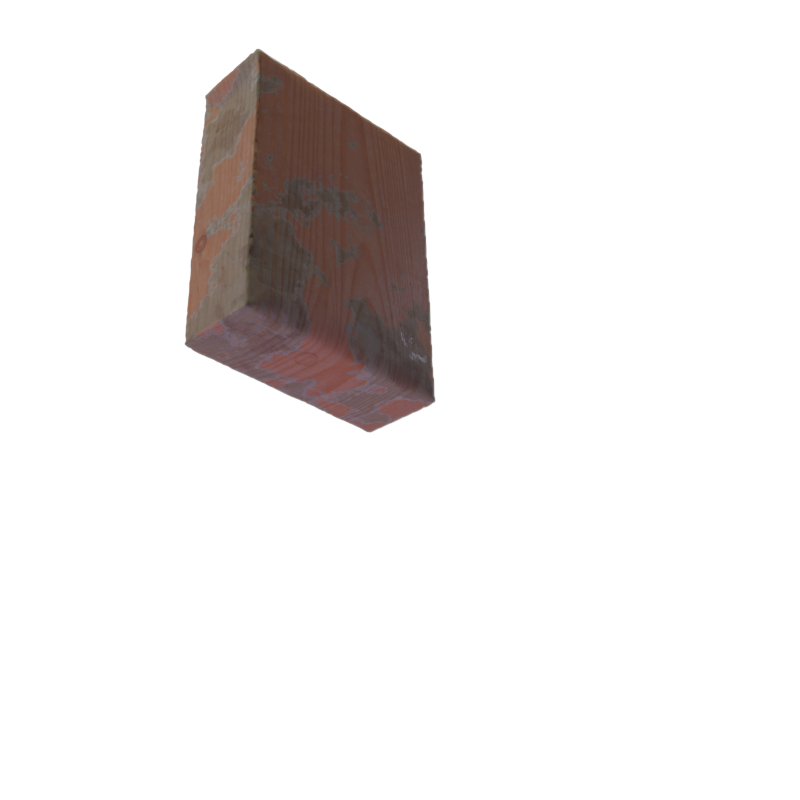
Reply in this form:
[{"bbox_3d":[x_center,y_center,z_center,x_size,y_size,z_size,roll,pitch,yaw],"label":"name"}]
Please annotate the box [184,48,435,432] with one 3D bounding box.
[{"bbox_3d":[-0.059,-0.107,0.750,0.154,0.229,0.071,26,-43,-36],"label":"box"}]
